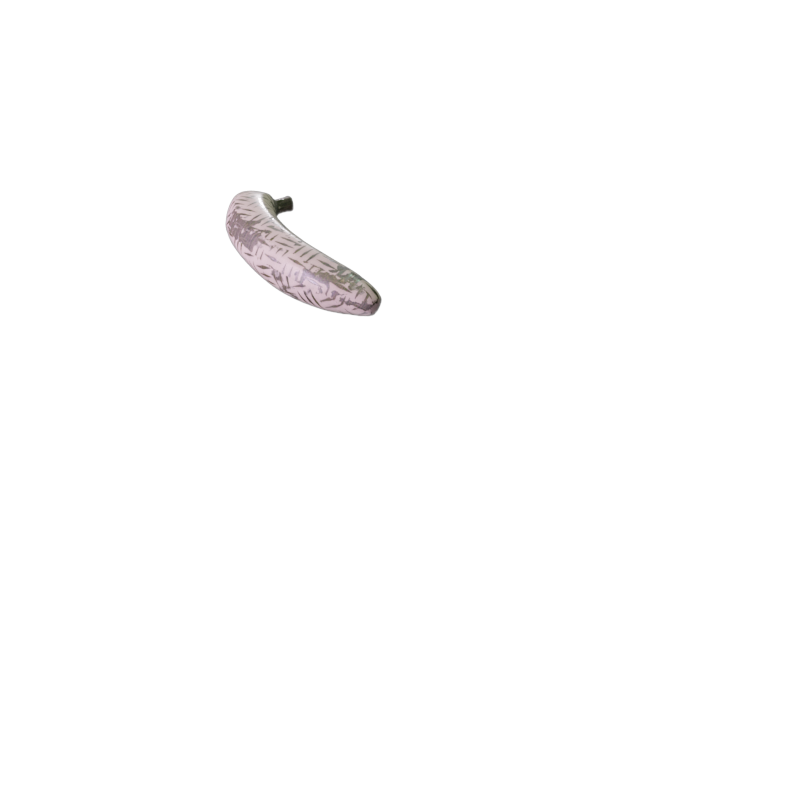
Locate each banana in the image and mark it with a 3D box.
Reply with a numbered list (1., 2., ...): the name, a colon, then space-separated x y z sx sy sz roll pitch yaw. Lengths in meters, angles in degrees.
1. banana: -0.079 -0.108 0.765 0.068 0.035 0.213 -10 33 -18
